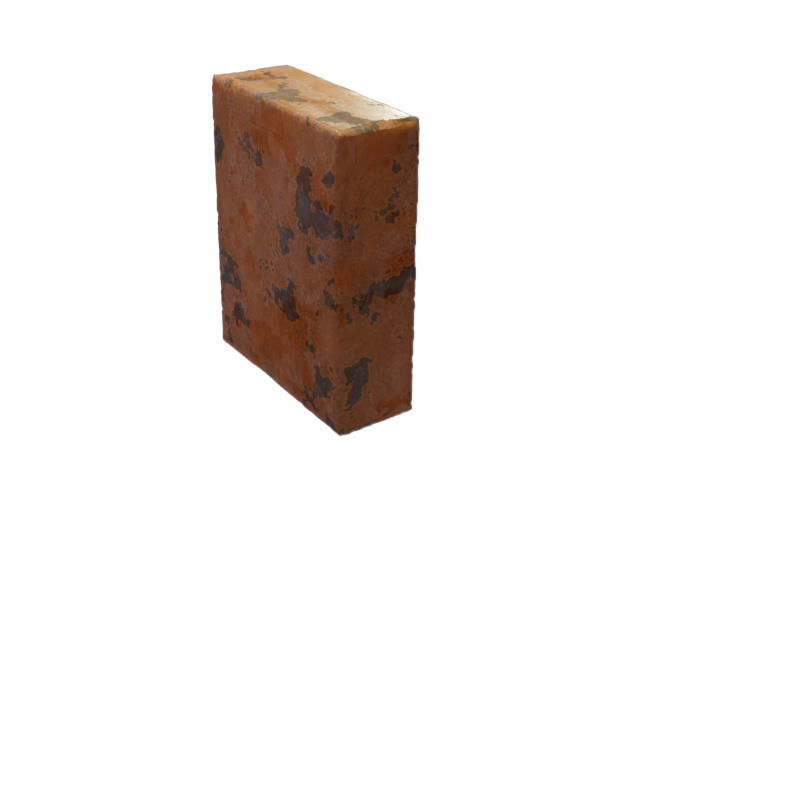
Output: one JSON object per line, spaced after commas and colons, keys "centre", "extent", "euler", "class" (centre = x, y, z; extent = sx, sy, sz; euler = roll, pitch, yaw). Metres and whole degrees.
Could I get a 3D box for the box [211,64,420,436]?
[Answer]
{"centre": [-0.060, -0.110, 0.769], "extent": [0.071, 0.203, 0.176], "euler": [-15, 31, -31], "class": "box"}
